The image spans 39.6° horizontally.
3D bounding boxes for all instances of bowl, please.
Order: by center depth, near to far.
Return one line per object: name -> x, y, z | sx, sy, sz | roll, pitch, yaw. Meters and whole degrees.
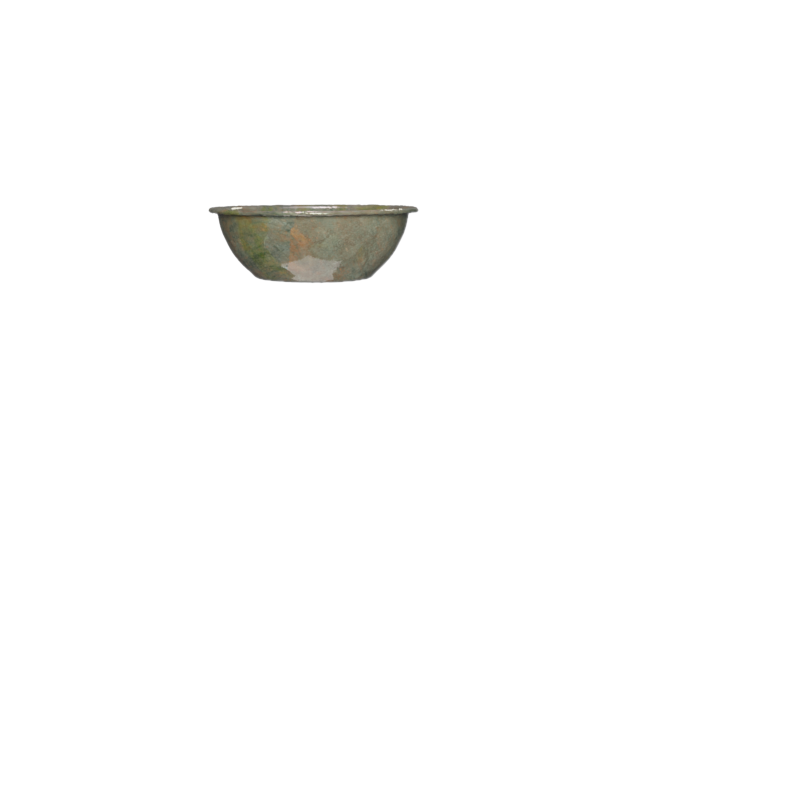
bowl -> -0.067, -0.122, 0.858 | 0.162, 0.054, 0.165 | 0, 11, -2
